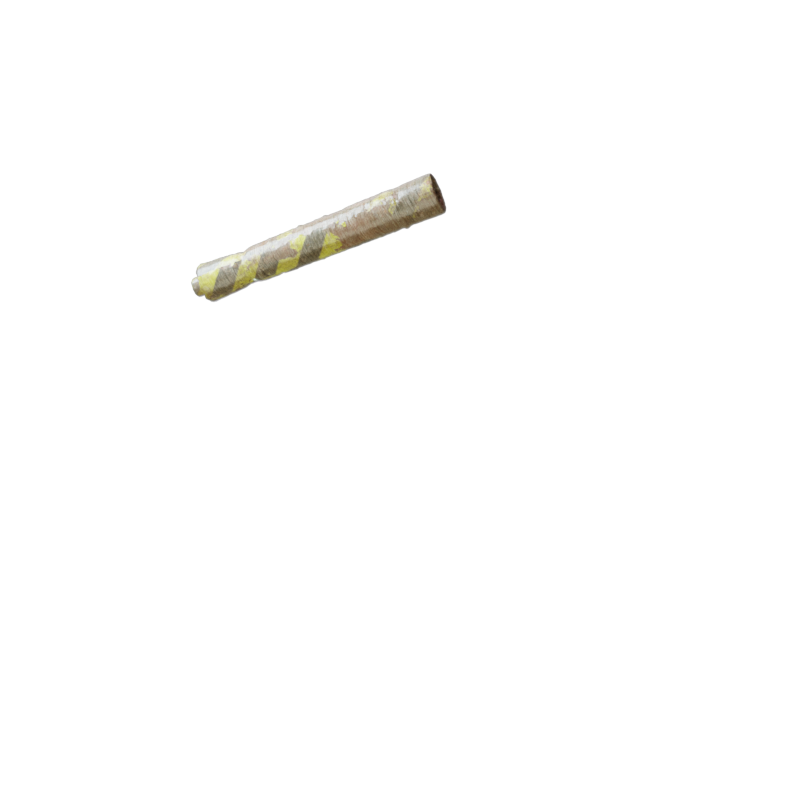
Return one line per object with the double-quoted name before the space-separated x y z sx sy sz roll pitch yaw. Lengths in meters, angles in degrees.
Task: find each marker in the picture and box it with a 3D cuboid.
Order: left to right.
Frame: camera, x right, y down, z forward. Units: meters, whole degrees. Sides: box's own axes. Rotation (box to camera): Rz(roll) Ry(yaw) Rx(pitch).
"marker" -0.039 -0.071 0.496 0.122 0.020 0.019 -19 -1 15
